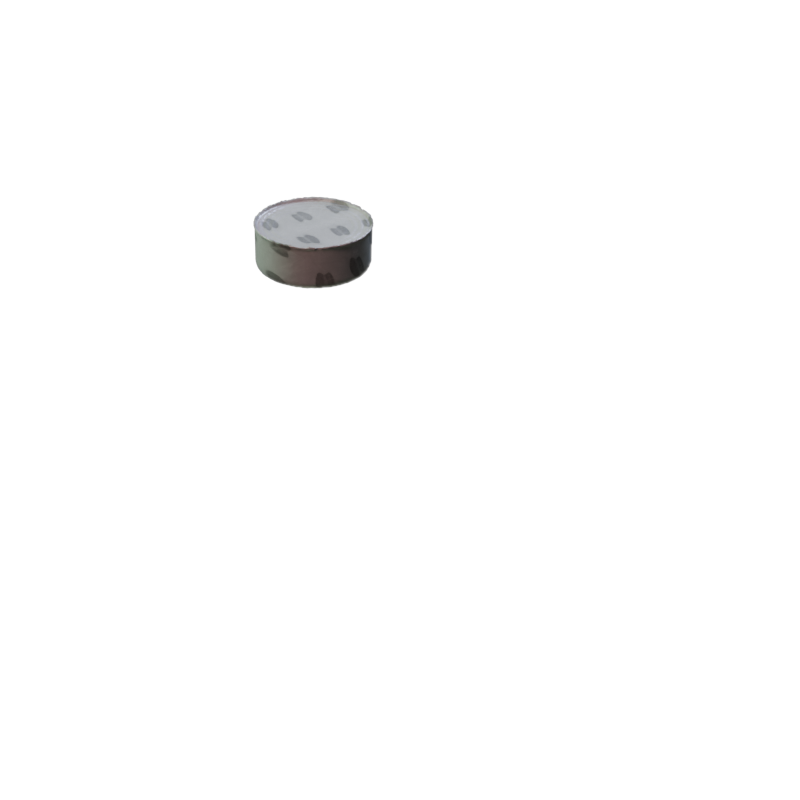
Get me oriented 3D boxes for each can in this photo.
[{"bbox_3d":[-0.063,-0.114,0.799,0.086,0.032,0.091,-1,32,-2],"label":"can"}]
